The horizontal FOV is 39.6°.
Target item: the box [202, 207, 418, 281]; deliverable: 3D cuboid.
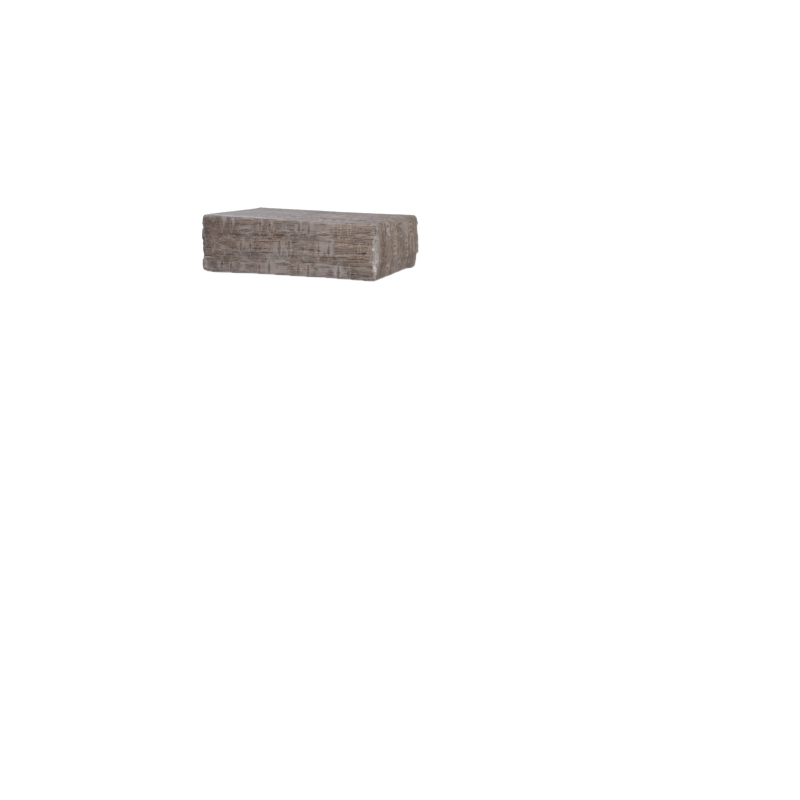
[{"bbox_3d":[-0.054,-0.098,0.687,0.116,0.038,0.089,4,11,18],"label":"box"}]
